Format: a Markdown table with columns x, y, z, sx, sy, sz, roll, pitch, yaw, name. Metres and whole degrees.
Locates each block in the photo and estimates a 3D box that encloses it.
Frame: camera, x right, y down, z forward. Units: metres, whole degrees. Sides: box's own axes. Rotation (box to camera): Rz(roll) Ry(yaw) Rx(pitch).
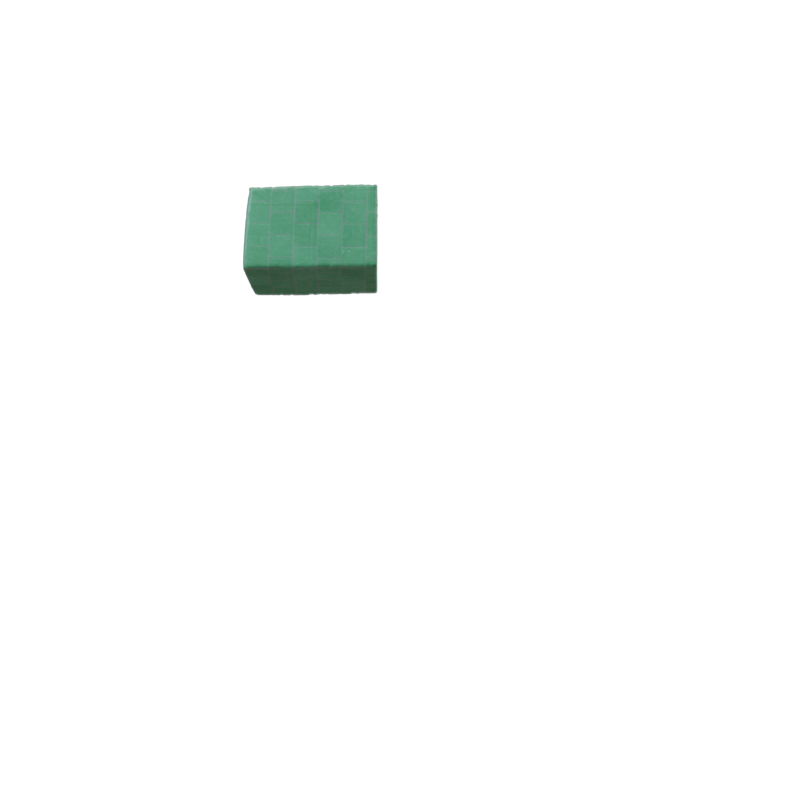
| x | y | z | sx | sy | sz | roll | pitch | yaw | name |
| --- | --- | --- | --- | --- | --- | --- | --- | --- | --- |
| -0.052 | -0.094 | 0.662 | 0.078 | 0.053 | 0.050 | -1 | -17 | 2 | block |
